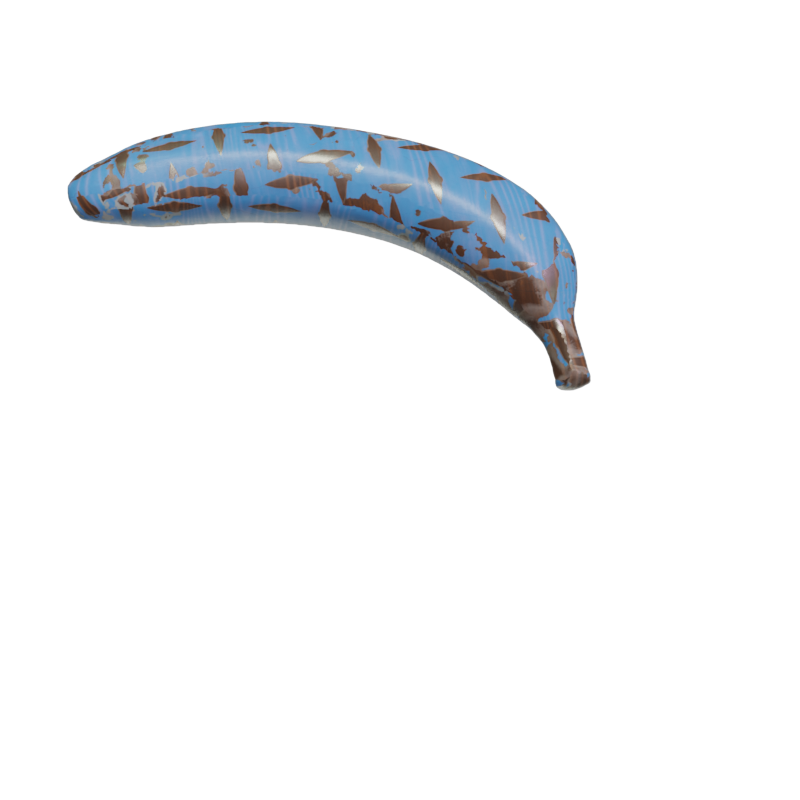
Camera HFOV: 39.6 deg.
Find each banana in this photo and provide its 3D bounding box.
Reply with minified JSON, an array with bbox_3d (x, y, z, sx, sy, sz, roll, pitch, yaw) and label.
[{"bbox_3d":[-0.020,-0.068,0.397,0.204,0.072,0.034,19,-37,15],"label":"banana"}]
